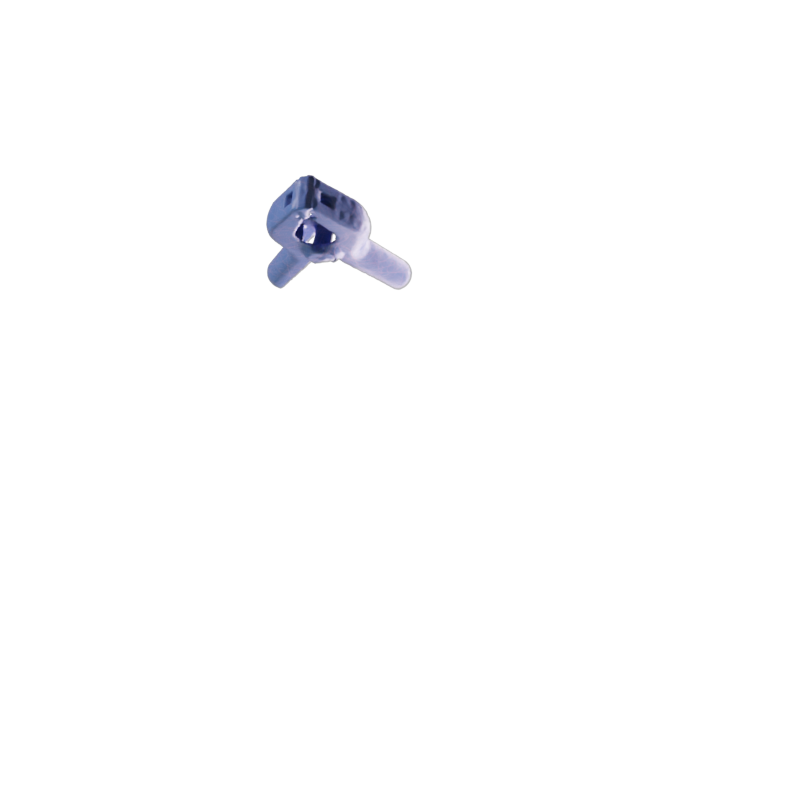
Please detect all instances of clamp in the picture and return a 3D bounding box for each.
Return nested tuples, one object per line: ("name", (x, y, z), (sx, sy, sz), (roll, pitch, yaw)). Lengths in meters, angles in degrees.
("clamp", (-0.068, -0.124, 0.867), (0.122, 0.041, 0.160), (-7, -22, 16))
